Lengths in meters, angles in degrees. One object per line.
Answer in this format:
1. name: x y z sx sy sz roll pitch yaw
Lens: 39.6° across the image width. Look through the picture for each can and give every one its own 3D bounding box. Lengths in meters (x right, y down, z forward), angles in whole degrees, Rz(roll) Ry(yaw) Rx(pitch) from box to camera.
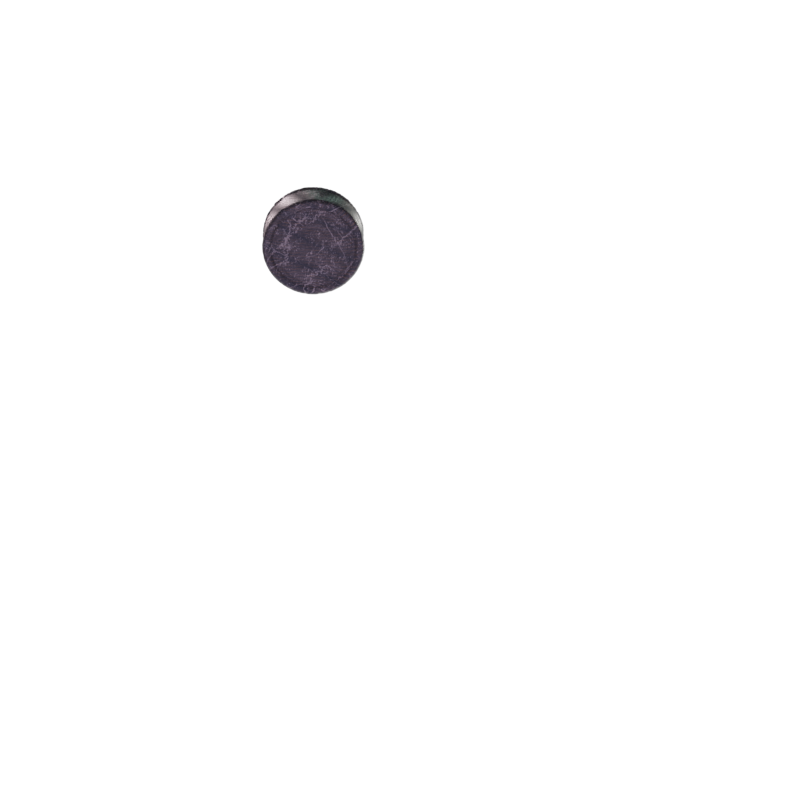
1. can: -0.073 -0.132 0.927 0.086 0.082 0.035 1 24 -1
